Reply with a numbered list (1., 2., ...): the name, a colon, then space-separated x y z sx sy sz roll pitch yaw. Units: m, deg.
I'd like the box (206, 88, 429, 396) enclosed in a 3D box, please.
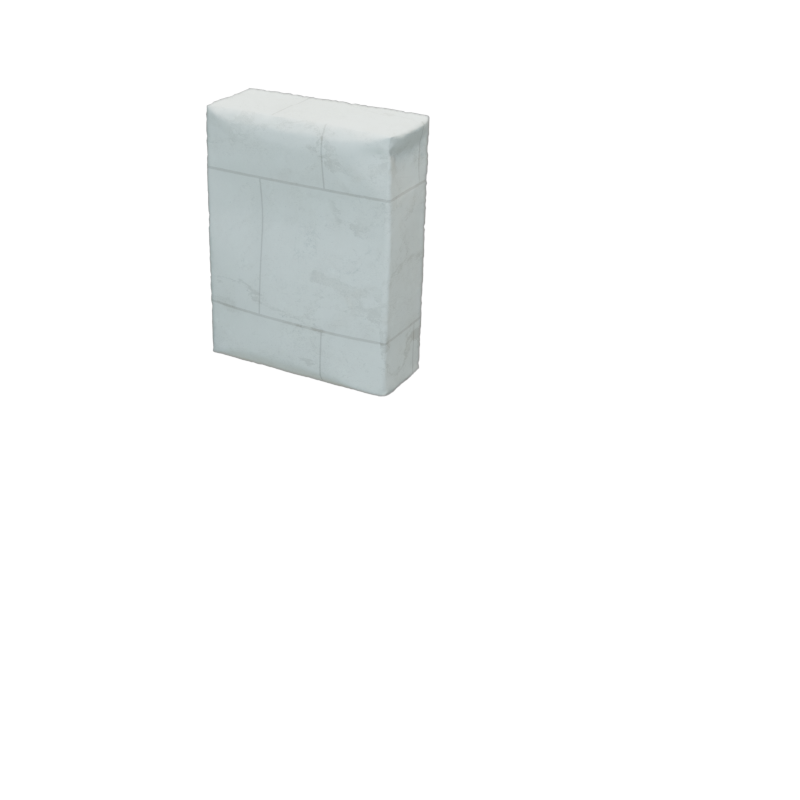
1. box: -0.068 -0.124 0.868 0.172 0.203 0.072 15 27 26
